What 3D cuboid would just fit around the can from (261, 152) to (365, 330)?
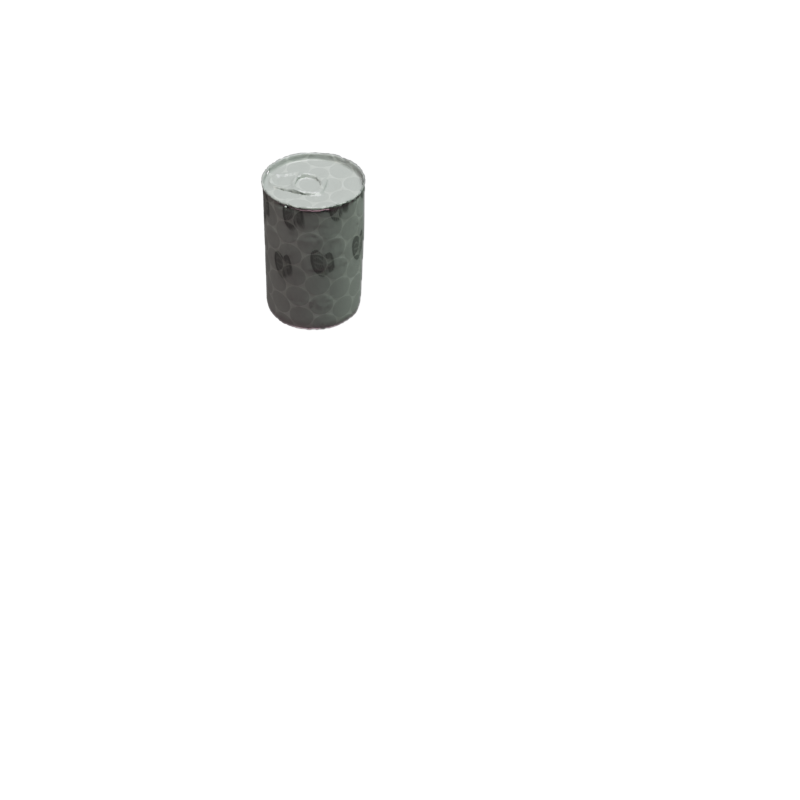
[{"bbox_3d":[-0.059,-0.107,0.748,0.068,0.095,0.073,0,39,-3],"label":"can"}]
